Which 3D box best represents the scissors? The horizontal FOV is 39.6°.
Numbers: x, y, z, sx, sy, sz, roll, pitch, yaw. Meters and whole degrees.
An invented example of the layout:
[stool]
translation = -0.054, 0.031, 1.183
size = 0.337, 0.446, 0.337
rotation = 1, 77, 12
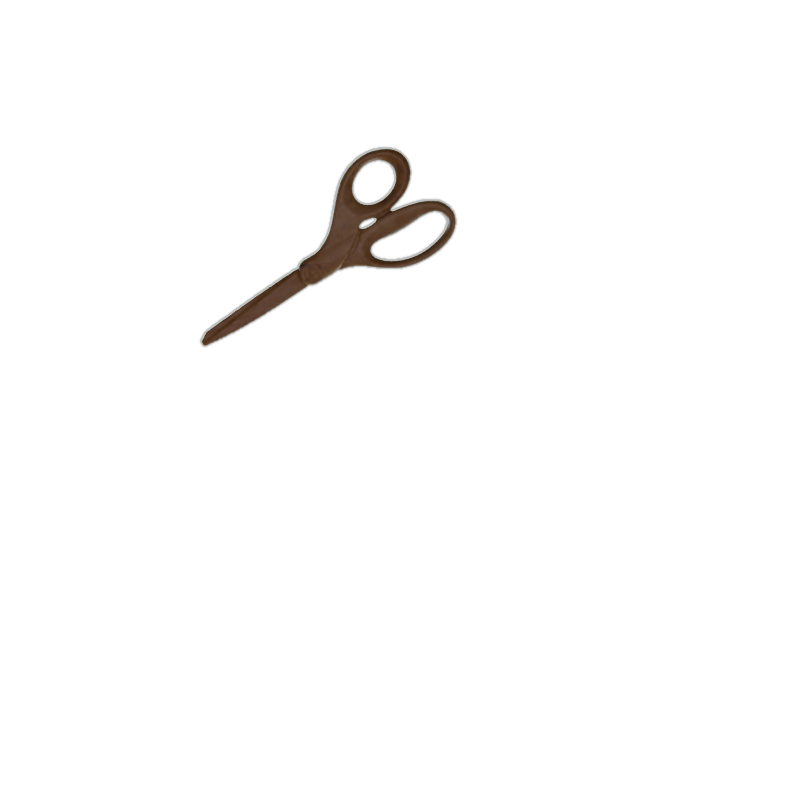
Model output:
[scissors]
translation = -0.062, -0.112, 0.786
size = 0.202, 0.093, 0.016
rotation = -18, 12, 4
